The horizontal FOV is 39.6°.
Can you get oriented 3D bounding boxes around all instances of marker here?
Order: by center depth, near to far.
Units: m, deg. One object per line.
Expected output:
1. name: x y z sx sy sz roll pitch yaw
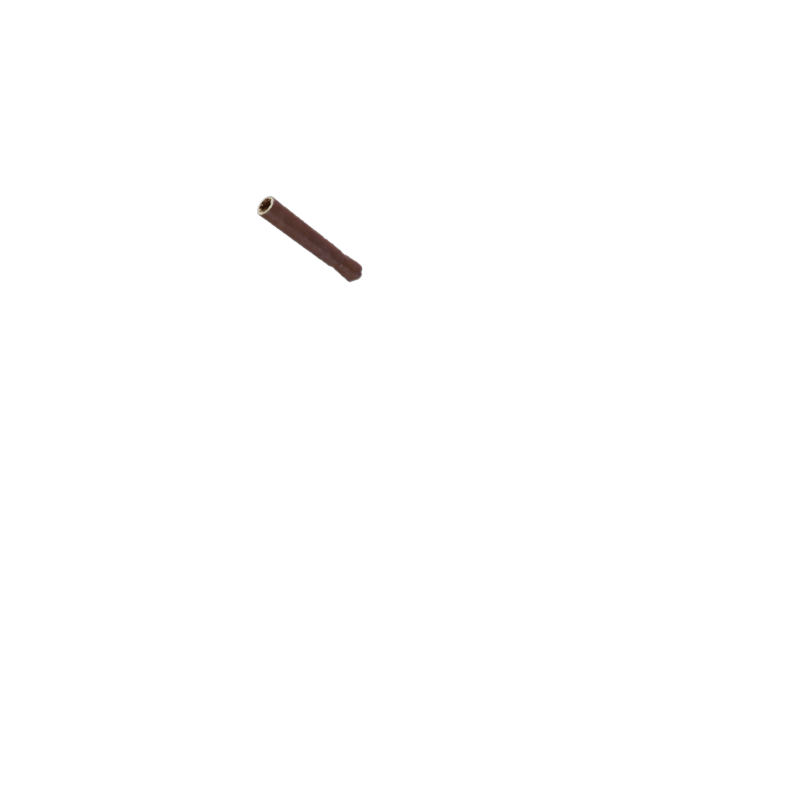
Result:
1. marker: -0.074 -0.135 0.942 0.021 0.020 0.113 4 -24 48
